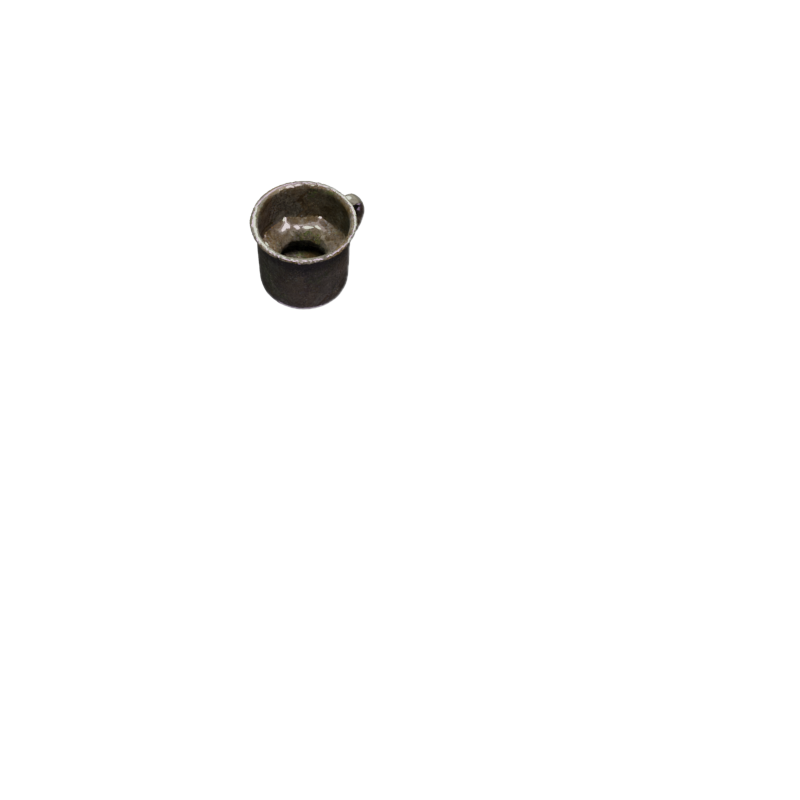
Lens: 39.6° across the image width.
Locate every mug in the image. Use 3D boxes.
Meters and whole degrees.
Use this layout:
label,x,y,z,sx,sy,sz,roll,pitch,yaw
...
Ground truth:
label,x,y,z,sx,sy,sz,roll,pitch,yaw
mug,-0.078,-0.142,0.996,0.099,0.118,0.076,38,-27,22
